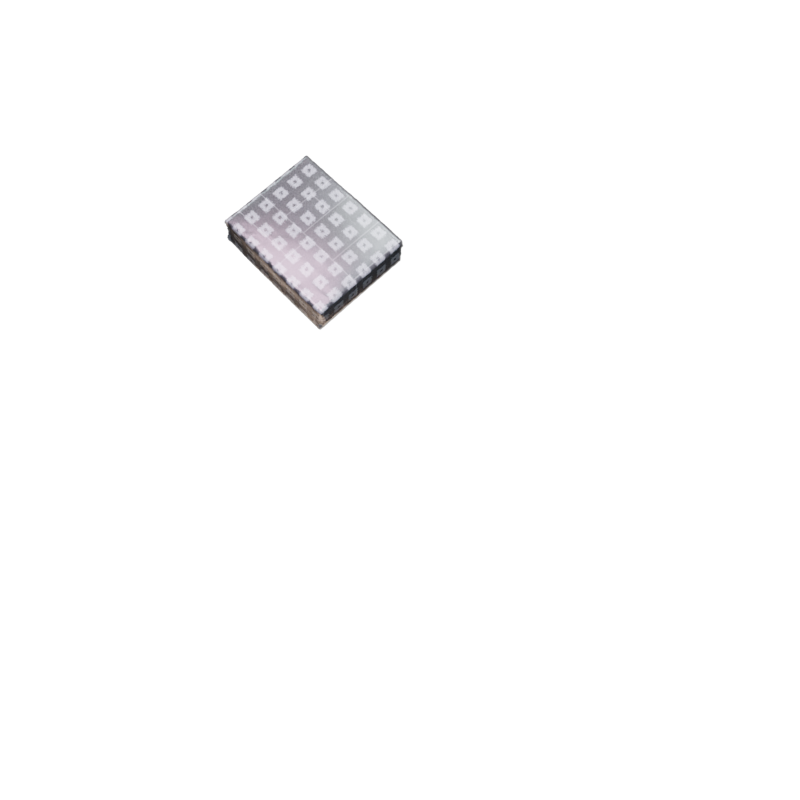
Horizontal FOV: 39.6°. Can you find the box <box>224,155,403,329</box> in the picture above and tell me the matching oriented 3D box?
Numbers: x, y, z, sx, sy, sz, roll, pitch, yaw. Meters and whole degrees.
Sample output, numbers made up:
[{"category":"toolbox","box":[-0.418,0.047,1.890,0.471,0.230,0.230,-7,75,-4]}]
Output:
[{"category":"box","box":[-0.068,-0.125,0.875,0.091,0.119,0.037,-41,-20,-19]}]
